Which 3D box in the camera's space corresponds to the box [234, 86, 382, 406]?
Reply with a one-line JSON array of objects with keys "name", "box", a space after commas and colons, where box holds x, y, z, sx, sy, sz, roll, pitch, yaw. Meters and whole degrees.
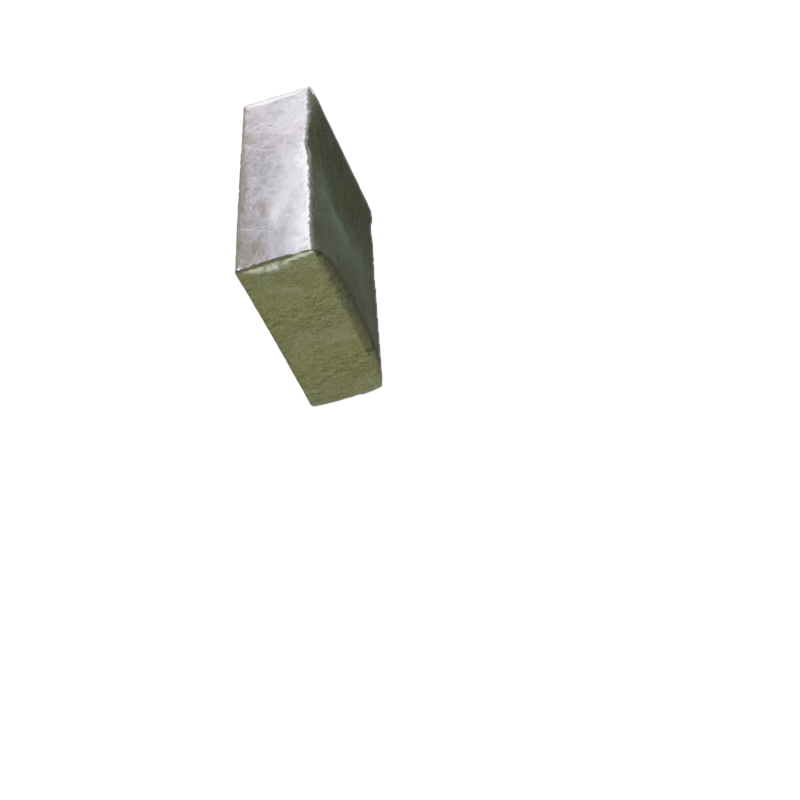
[{"name": "box", "box": [-0.072, -0.131, 0.916, 0.072, 0.230, 0.151, -16, -46, 12]}]
